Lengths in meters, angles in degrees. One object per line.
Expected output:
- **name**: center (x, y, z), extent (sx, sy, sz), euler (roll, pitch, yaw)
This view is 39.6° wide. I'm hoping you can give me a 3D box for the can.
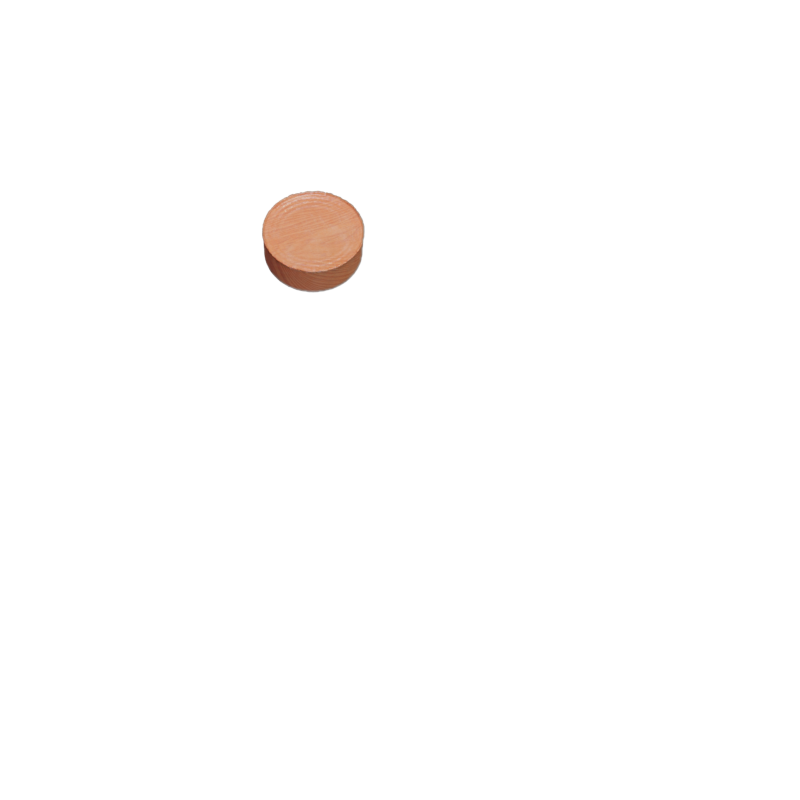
- **can**: center (-0.073, -0.134, 0.937), extent (0.086, 0.092, 0.031), euler (-1, -35, -1)
